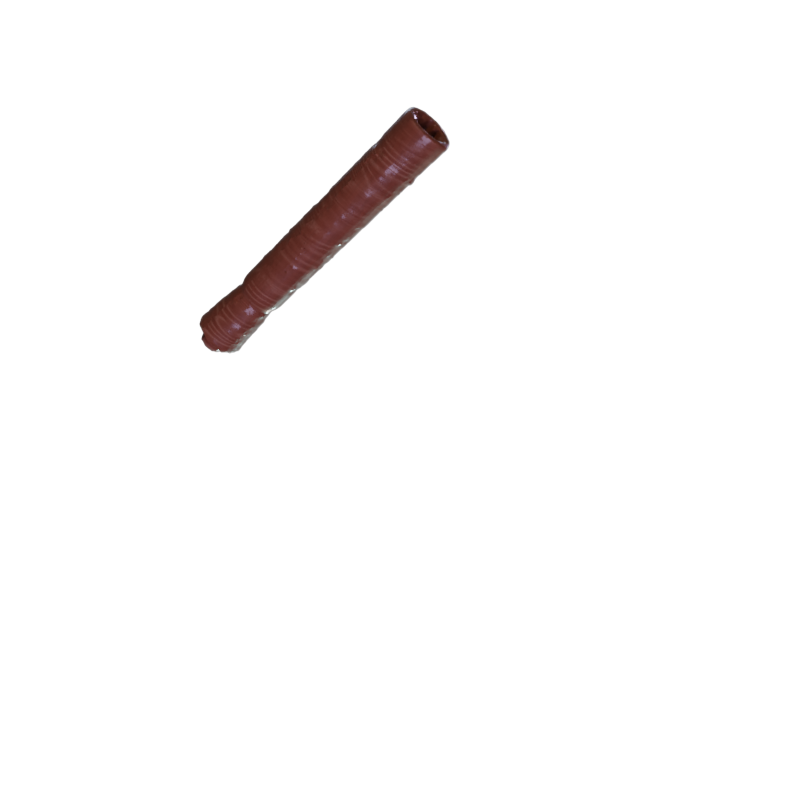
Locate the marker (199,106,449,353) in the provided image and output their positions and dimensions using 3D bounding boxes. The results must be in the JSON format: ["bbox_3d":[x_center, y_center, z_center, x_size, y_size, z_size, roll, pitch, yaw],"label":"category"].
[{"bbox_3d":[-0.031,-0.056,0.393,0.119,0.021,0.019,-40,-18,26],"label":"marker"}]
